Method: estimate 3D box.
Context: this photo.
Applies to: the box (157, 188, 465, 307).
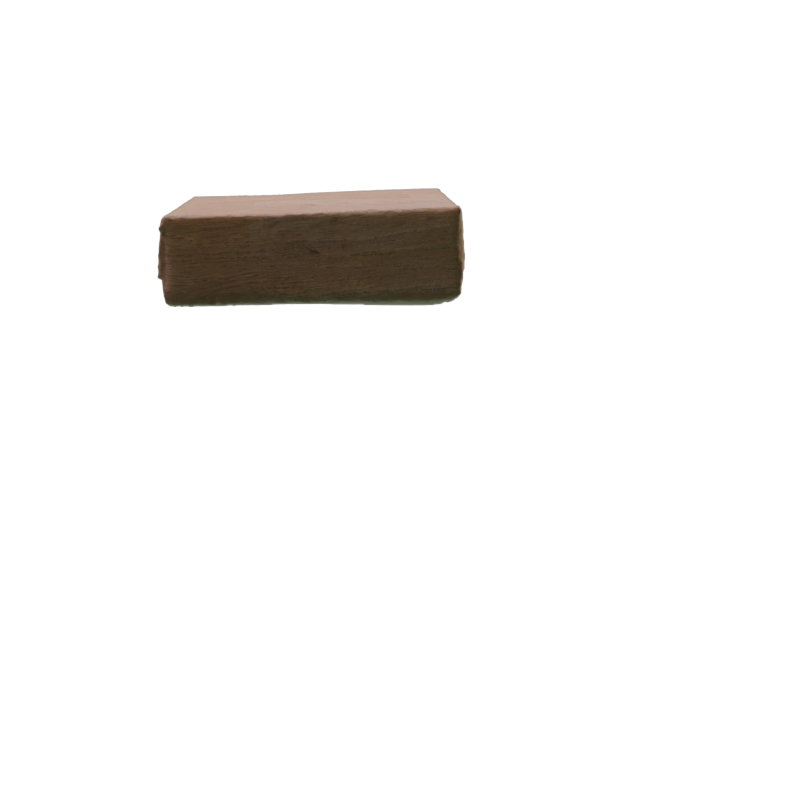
[{"bbox_3d":[-0.035,-0.064,0.447,0.113,0.038,0.092,0,15,-1],"label":"box"}]
